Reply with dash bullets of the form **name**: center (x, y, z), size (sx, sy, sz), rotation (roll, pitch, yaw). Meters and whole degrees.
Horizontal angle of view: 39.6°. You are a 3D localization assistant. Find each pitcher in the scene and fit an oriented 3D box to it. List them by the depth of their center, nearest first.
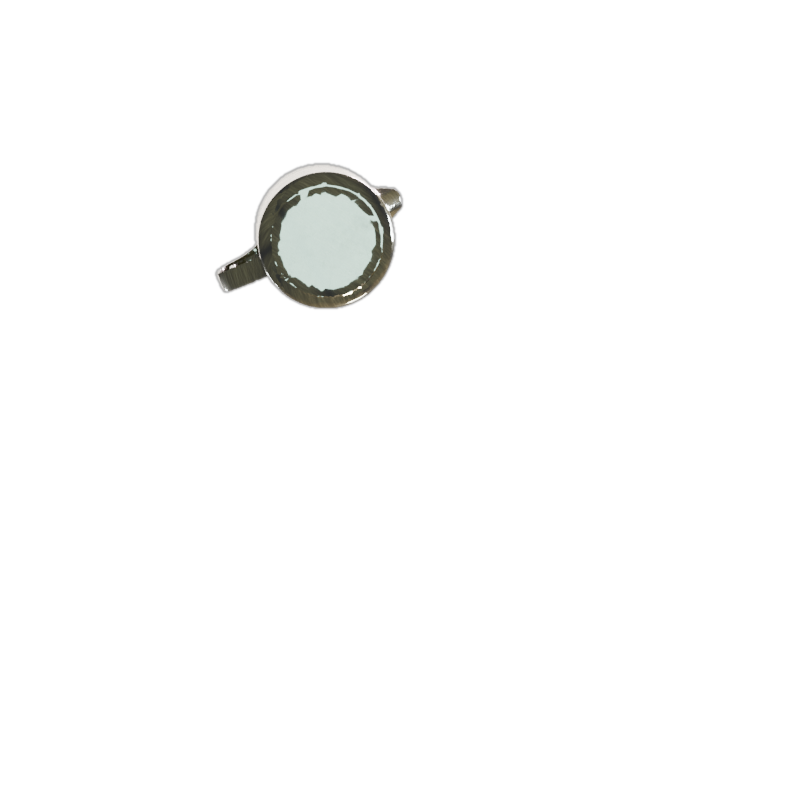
- **pitcher**: center (-0.076, -0.139, 0.977), size (0.144, 0.148, 0.247), rotation (21, 6, -6)
